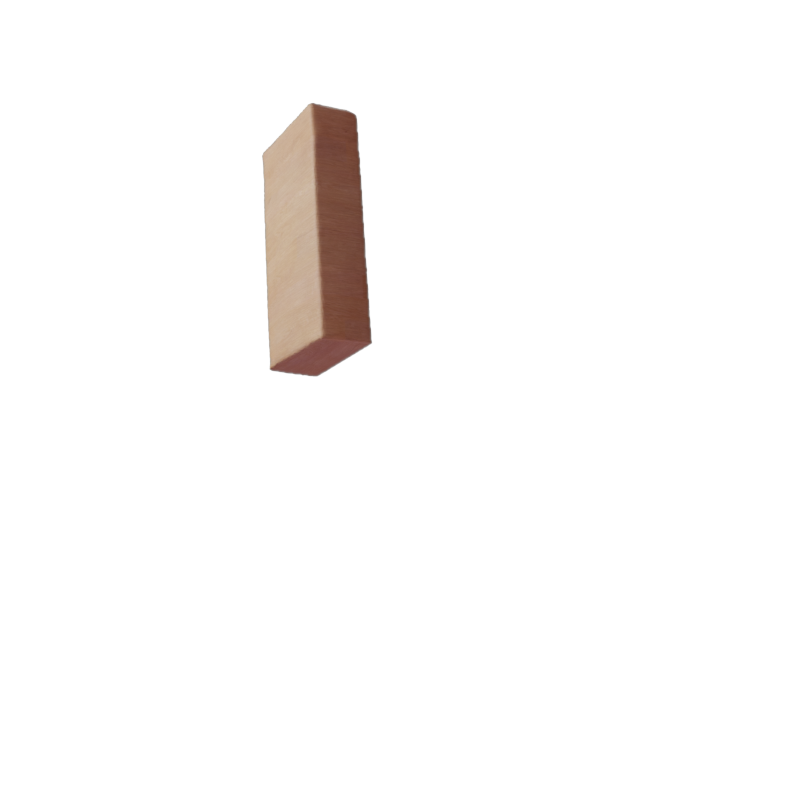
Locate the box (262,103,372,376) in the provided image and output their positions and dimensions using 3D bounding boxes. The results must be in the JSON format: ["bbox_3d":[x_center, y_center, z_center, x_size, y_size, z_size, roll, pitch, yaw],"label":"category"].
[{"bbox_3d":[-0.062,-0.114,0.798,0.046,0.185,0.093,9,-22,-27],"label":"box"}]
